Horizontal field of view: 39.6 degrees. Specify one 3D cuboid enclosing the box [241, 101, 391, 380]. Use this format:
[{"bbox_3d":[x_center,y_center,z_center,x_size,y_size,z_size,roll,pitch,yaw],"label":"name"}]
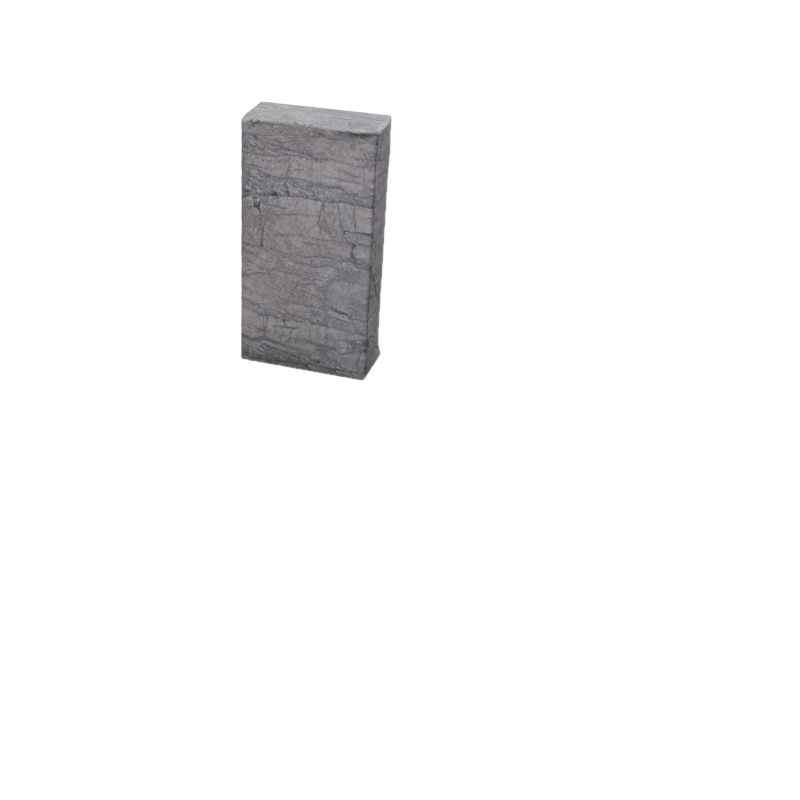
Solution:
[{"bbox_3d":[-0.058,-0.106,0.741,0.096,0.167,0.049,9,27,14],"label":"box"}]
